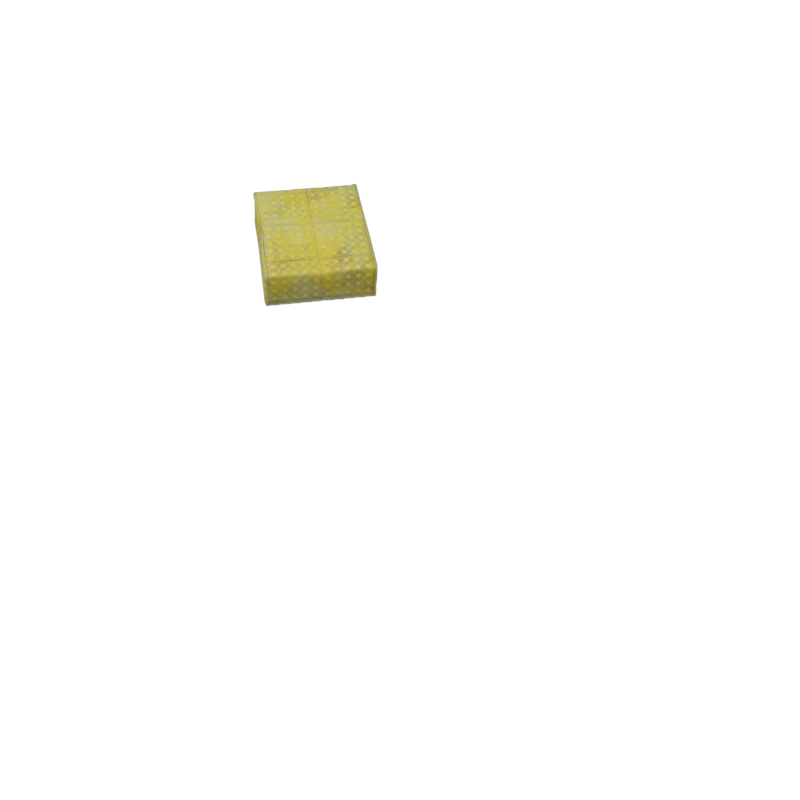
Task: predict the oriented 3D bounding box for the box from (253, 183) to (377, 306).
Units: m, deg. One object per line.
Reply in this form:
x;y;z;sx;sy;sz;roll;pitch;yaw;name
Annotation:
-0.058;-0.106;0.739;0.073;0.096;0.028;-6;-43;-6;box
